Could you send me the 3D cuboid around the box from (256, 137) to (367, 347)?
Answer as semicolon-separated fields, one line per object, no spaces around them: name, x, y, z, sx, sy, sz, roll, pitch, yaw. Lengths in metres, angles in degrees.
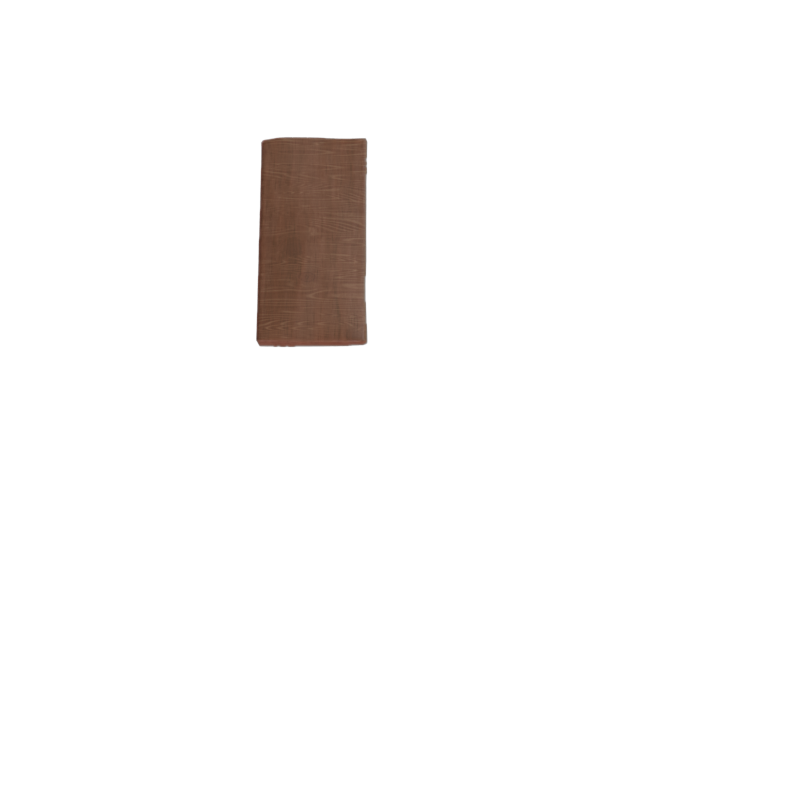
box;-0.074;-0.134;0.942;0.093;0.181;0.047;-1;-10;0
